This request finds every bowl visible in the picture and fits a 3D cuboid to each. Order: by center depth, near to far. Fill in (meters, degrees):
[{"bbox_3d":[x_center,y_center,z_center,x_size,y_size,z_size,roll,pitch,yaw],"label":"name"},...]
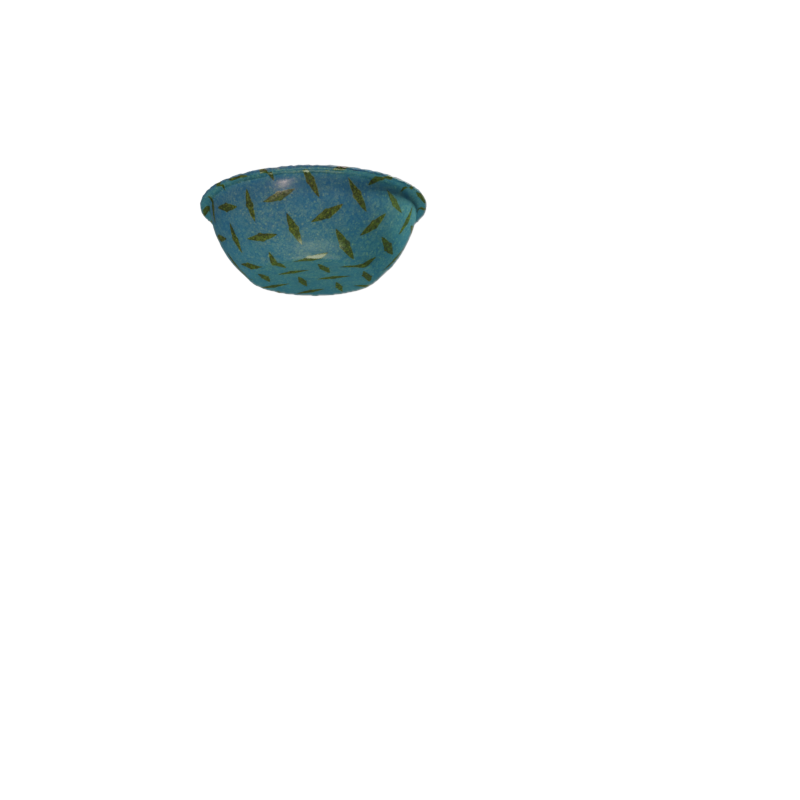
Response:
[{"bbox_3d":[-0.061,-0.112,0.784,0.162,0.057,0.156,0,-12,-2],"label":"bowl"}]
